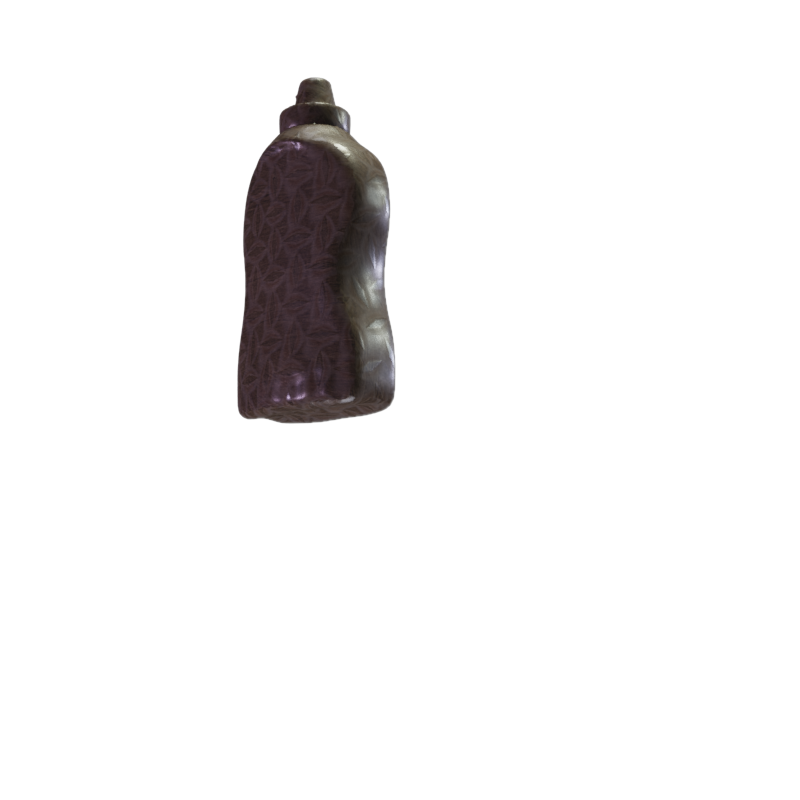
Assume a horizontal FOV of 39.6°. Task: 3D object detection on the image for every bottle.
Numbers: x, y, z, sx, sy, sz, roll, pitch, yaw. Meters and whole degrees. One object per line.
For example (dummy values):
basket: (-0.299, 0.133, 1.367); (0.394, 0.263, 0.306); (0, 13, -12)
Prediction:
bottle: (-0.048, -0.087, 0.612); (0.055, 0.199, 0.098); (13, -20, -41)
